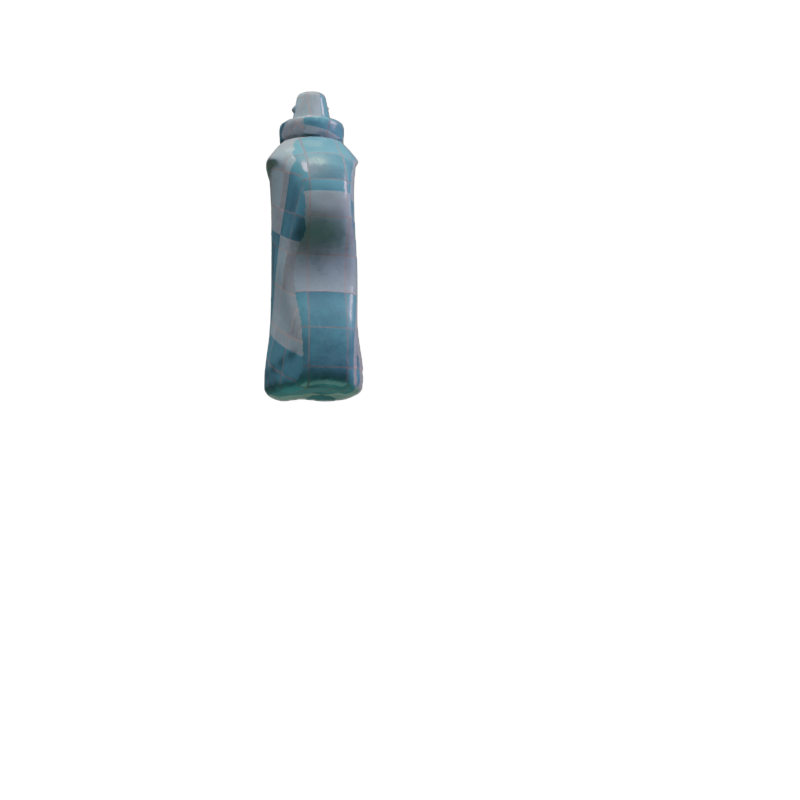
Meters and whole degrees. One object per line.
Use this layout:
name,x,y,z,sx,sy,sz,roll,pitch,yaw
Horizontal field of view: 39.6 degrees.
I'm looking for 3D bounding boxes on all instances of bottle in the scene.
bottle,-0.054,-0.098,0.687,0.058,0.197,0.094,1,-11,-10
